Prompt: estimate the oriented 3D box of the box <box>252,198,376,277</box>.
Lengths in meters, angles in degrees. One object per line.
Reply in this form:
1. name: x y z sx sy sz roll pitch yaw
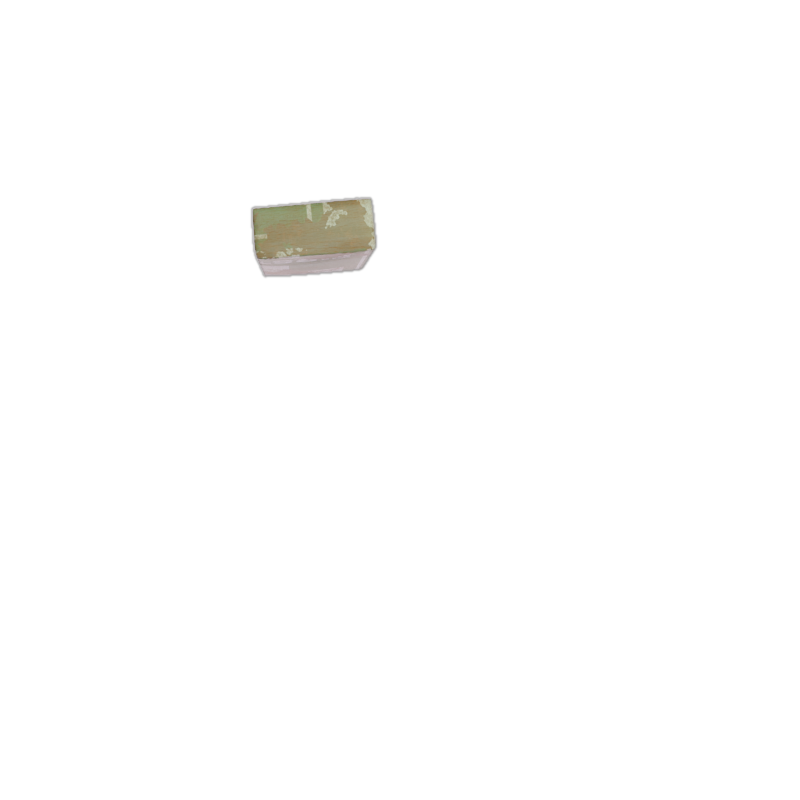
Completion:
1. box: -0.071 -0.129 0.909 0.093 0.048 0.177 -5 4 -3
